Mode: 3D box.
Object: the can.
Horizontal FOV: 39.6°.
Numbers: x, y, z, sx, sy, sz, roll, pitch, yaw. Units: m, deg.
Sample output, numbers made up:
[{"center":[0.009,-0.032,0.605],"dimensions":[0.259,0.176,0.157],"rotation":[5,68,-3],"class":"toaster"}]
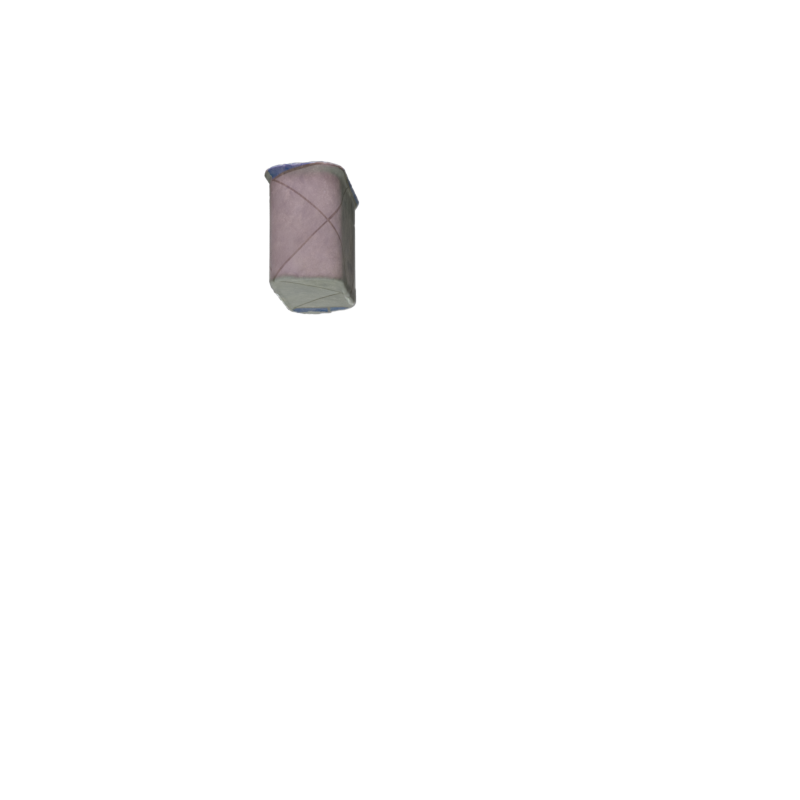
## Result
[{"center":[-0.062,-0.114,0.797],"dimensions":[0.058,0.087,0.097],"rotation":[-3,-14,7],"class":"can"}]
